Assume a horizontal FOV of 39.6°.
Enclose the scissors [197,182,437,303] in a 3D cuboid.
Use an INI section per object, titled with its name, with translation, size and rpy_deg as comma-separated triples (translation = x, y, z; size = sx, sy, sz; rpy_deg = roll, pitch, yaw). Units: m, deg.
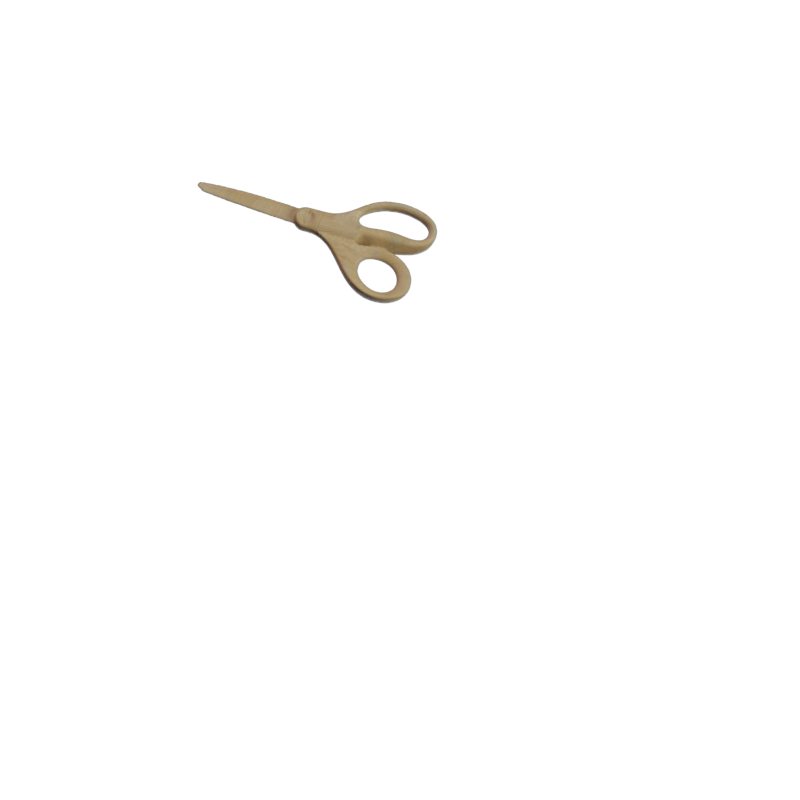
[scissors]
translation = -0.071, -0.130, 0.912
size = 0.202, 0.101, 0.015
rpy_deg = 4, -22, 1
